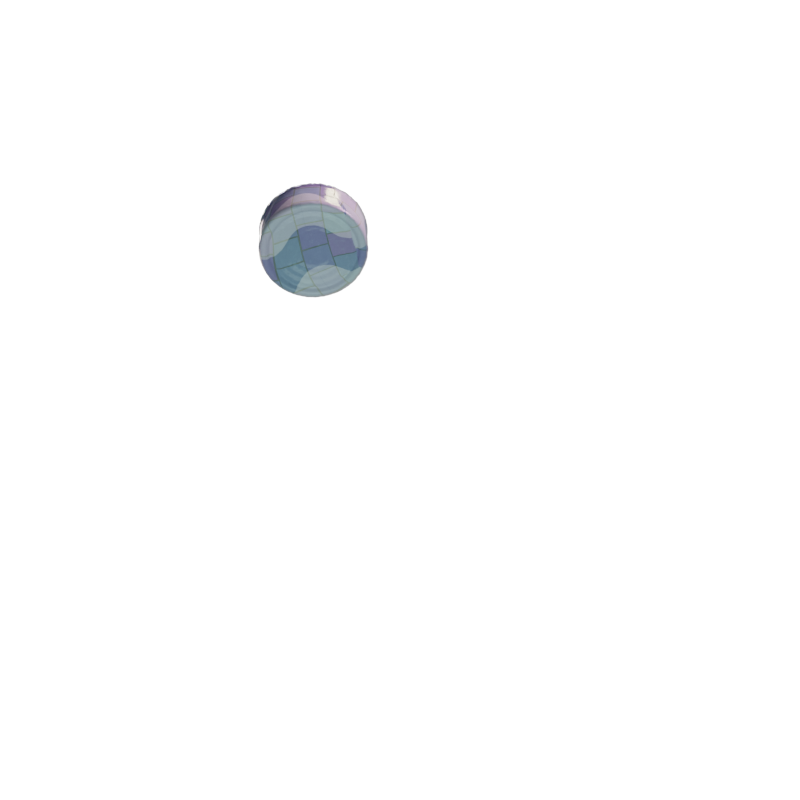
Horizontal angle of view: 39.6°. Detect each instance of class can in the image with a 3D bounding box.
[{"bbox_3d":[-0.068,-0.123,0.863,0.086,0.081,0.036,1,32,-1],"label":"can"}]
